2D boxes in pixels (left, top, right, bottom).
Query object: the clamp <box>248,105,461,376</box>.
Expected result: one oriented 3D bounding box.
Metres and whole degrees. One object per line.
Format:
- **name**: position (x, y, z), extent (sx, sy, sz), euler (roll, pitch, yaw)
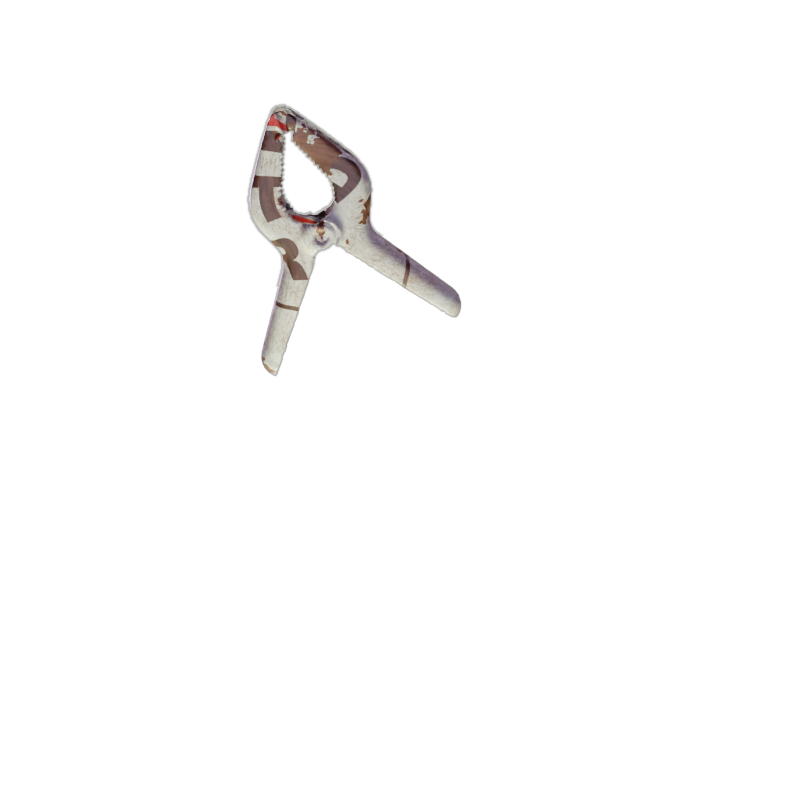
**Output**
- **clamp**: position (-0.067, -0.122, 0.857), extent (0.165, 0.201, 0.038), euler (-25, 16, 8)
